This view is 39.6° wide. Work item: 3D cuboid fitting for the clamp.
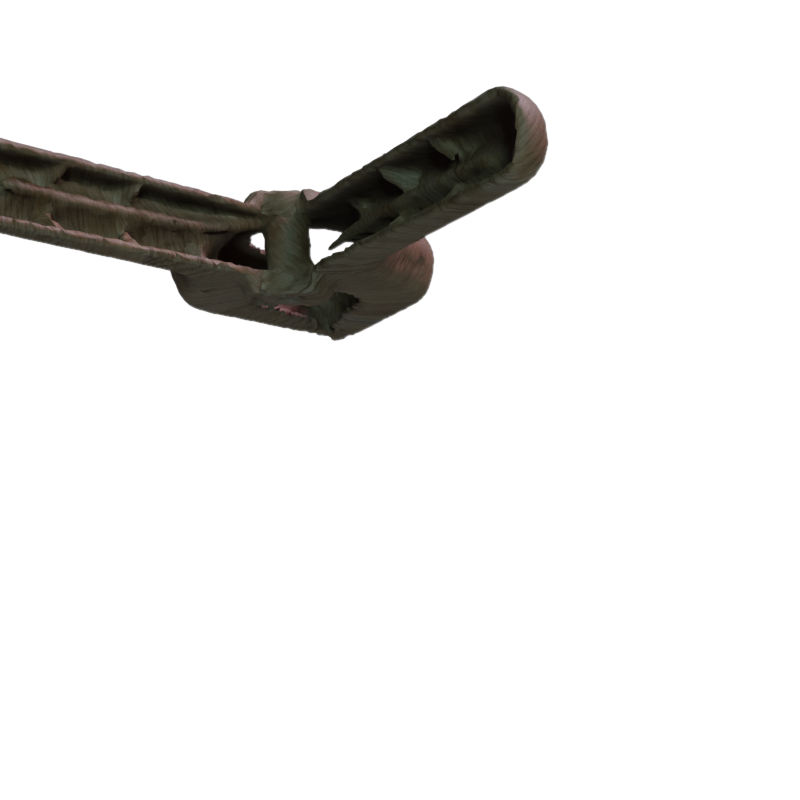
[{"bbox_3d":[-0.029,-0.052,0.367,0.167,0.037,0.201,-2,-8,13],"label":"clamp"}]
